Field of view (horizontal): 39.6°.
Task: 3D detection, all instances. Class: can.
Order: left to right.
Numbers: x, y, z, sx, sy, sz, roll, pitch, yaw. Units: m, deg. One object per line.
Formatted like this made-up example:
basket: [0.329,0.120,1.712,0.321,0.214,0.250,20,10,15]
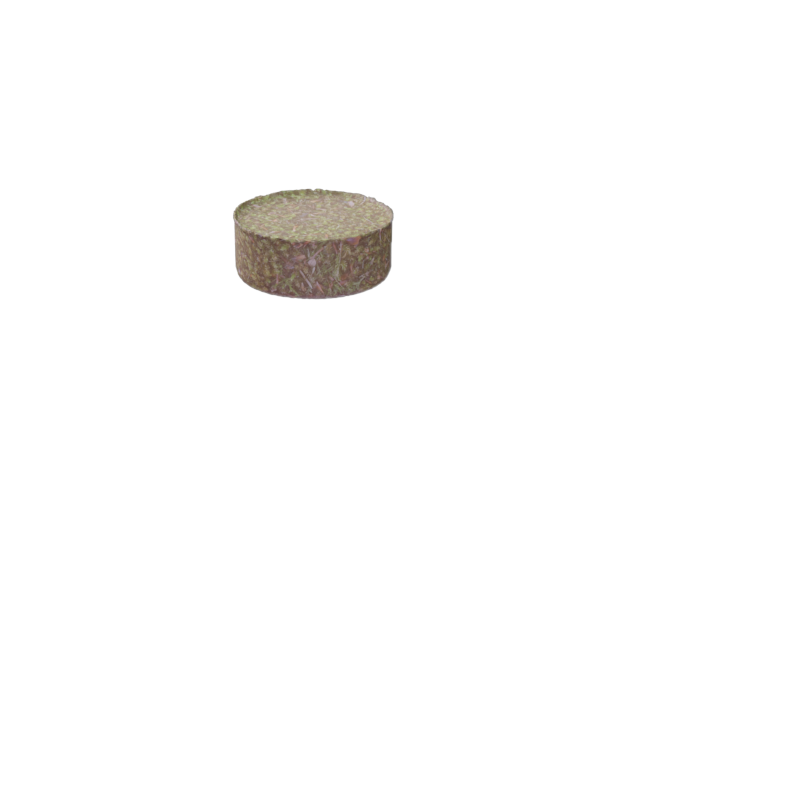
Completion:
can: [-0.047,-0.085,0.596,0.086,0.032,0.091,-1,26,-2]
